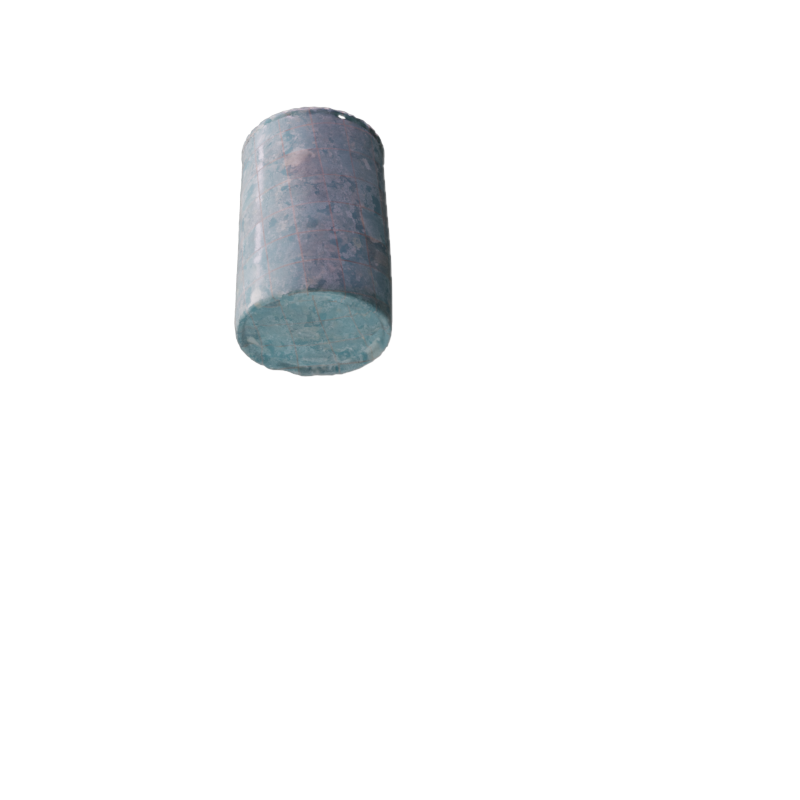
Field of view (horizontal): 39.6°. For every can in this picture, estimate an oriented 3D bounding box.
[{"bbox_3d":[-0.039,-0.070,0.493,0.068,0.109,0.064,-1,-34,-2],"label":"can"}]
